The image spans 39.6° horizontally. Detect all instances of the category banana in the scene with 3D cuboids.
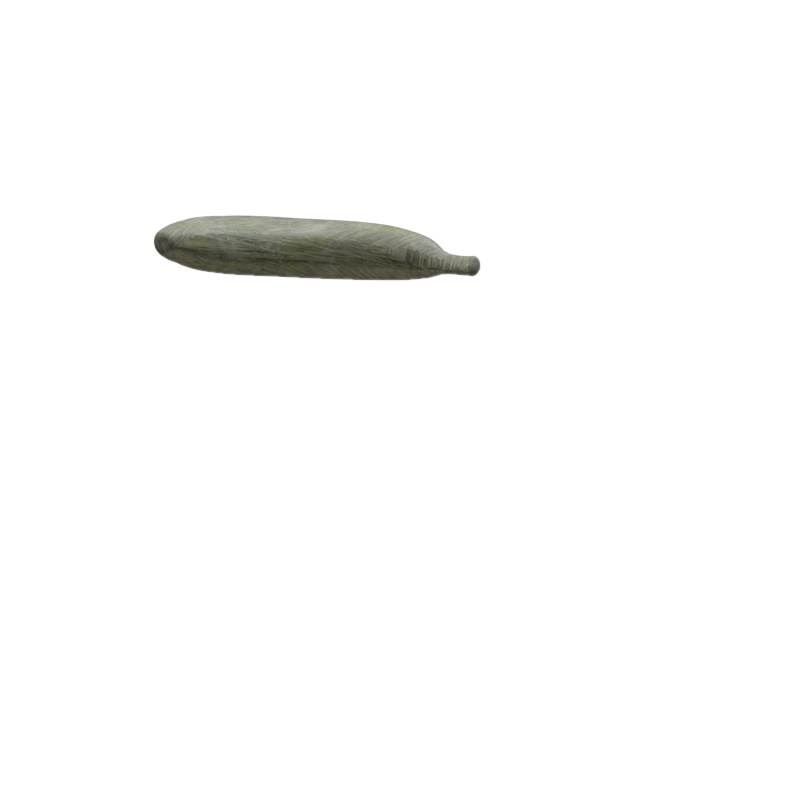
[{"bbox_3d":[-0.054,-0.093,0.668,0.193,0.037,0.071,0,-1,-19],"label":"banana"}]
